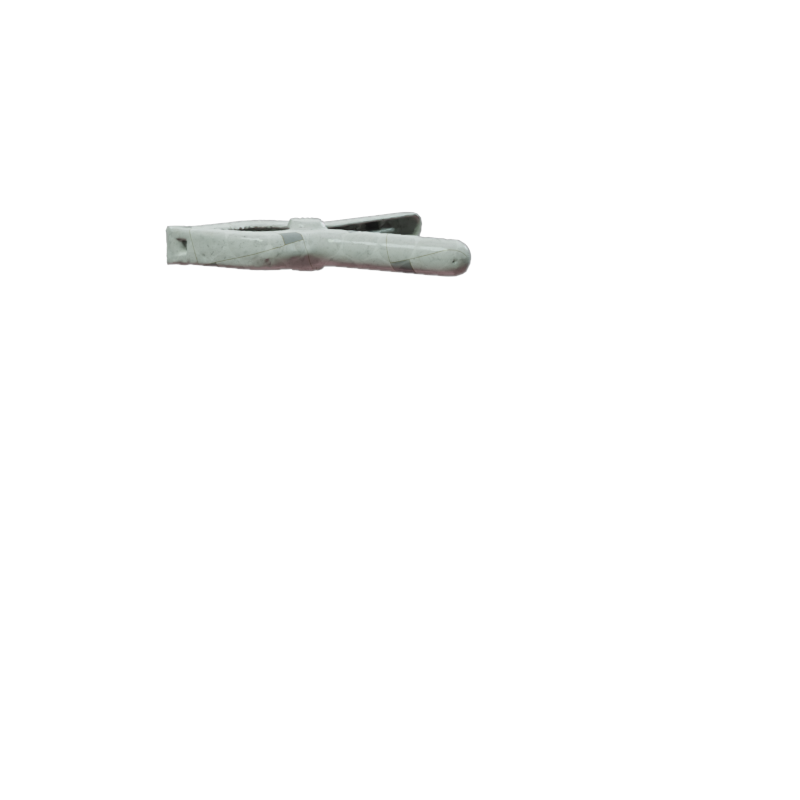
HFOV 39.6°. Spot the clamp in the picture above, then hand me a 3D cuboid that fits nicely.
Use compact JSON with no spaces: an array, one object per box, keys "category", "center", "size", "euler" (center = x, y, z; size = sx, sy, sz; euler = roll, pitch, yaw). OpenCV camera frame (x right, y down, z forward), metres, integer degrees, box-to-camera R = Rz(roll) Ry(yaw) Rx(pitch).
[{"category":"clamp","center":[-0.064,-0.116,0.812],"size":[0.210,0.035,0.169],"euler":[0,15,-2]}]
